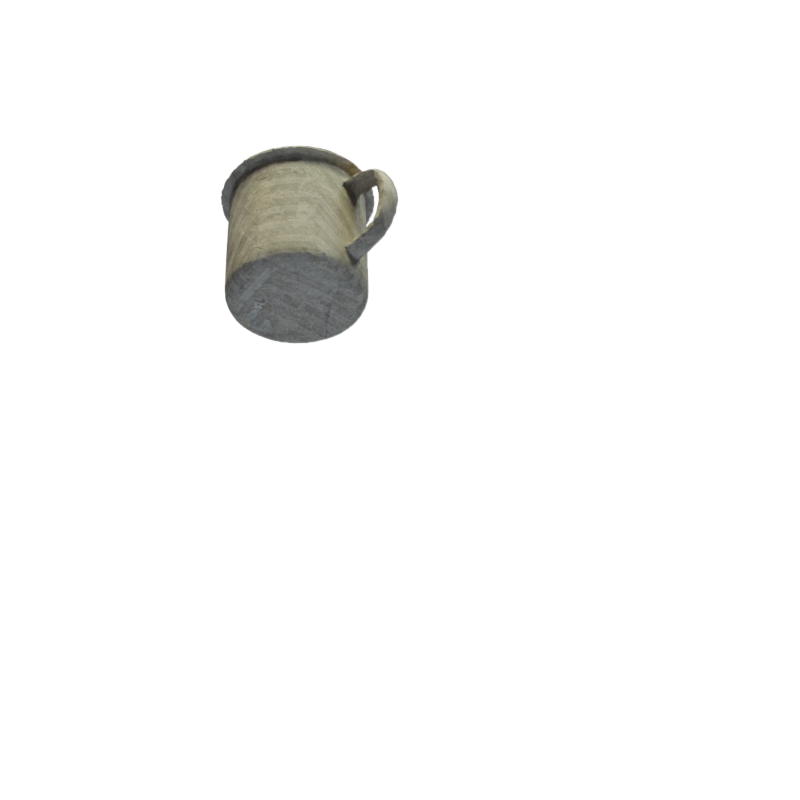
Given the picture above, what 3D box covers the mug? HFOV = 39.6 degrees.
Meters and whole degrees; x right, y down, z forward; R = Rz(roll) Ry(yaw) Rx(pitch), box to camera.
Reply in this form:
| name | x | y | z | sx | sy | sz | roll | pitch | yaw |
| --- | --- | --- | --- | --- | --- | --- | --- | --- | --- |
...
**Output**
| name | x | y | z | sx | sy | sz | roll | pitch | yaw |
| --- | --- | --- | --- | --- | --- | --- | --- | --- | --- |
| mug | -0.050 | -0.092 | 0.642 | 0.117 | 0.087 | 0.086 | -24 | -44 | 26 |
